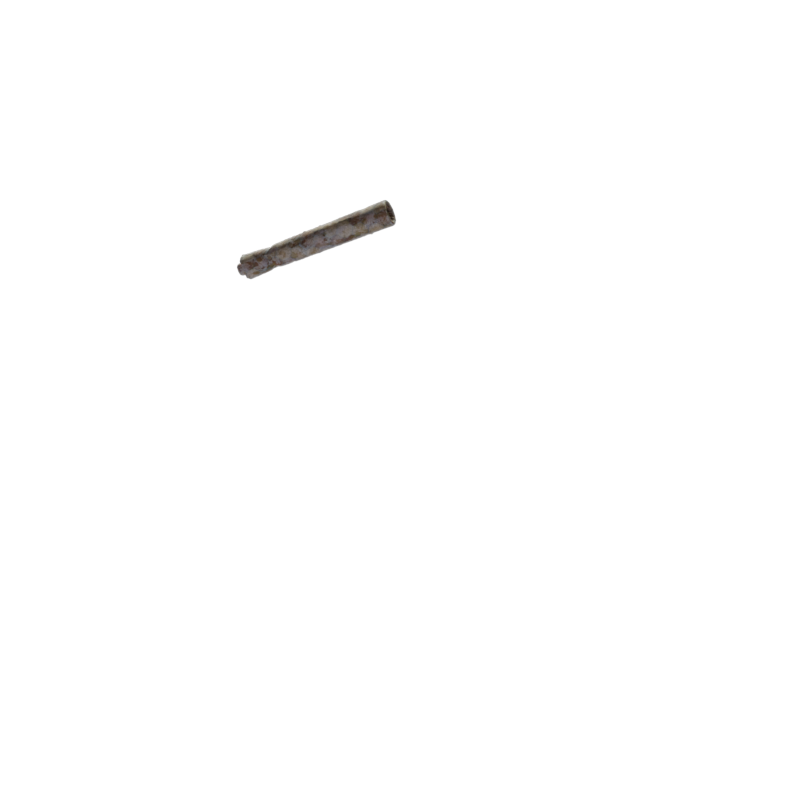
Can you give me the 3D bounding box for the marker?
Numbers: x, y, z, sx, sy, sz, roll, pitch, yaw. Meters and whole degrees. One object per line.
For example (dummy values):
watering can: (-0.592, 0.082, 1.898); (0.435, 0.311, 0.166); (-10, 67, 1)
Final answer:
marker: (-0.061, -0.112, 0.782); (0.122, 0.020, 0.019); (-18, -2, 20)
